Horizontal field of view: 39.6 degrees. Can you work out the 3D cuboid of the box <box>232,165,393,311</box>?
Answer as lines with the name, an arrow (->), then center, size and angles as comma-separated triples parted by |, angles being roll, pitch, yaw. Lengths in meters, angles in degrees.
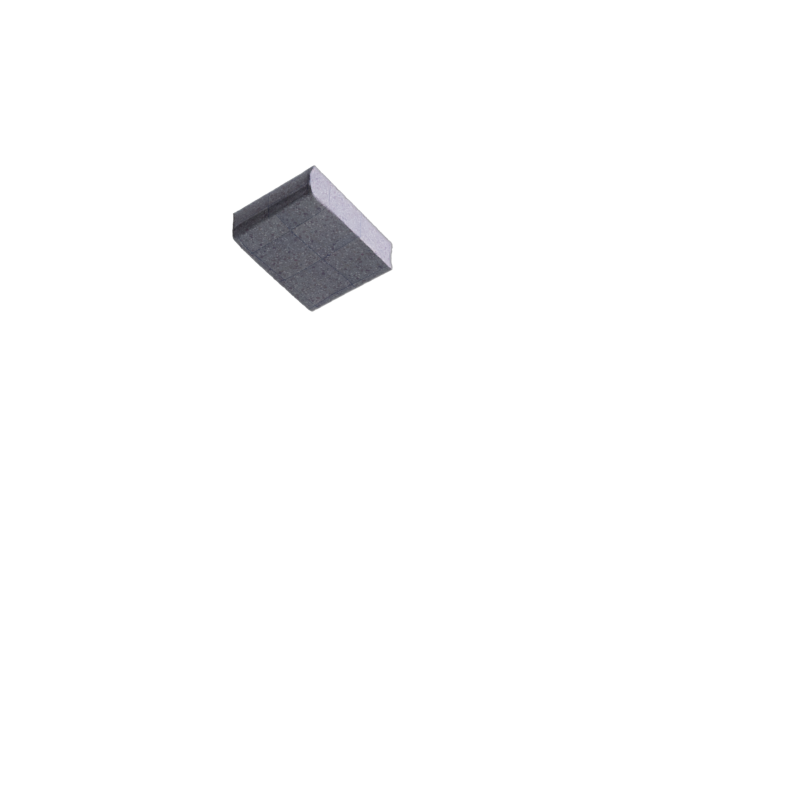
box -> -0.073, -0.134, 0.936 | 0.090, 0.042, 0.106 | -27, -49, 26
